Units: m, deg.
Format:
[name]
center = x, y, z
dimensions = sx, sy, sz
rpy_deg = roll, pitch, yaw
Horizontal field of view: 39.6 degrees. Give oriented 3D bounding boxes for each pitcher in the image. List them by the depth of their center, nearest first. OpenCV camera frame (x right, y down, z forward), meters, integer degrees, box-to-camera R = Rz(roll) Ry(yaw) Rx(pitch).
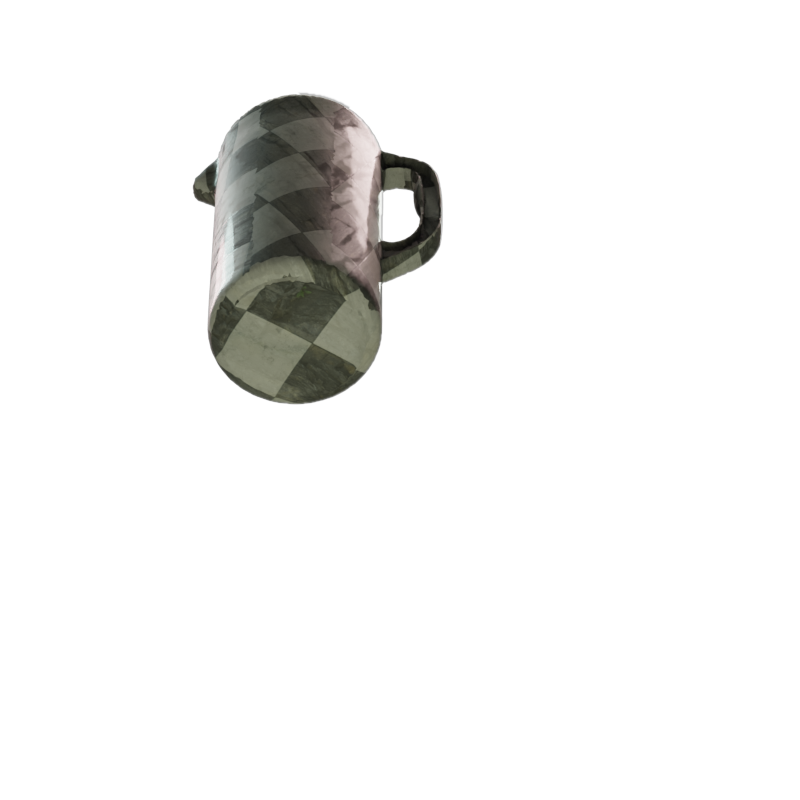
[pitcher]
center = -0.061, -0.111, 0.777
dimensions = 0.138, 0.147, 0.259
rpy_deg = 37, 25, -25
